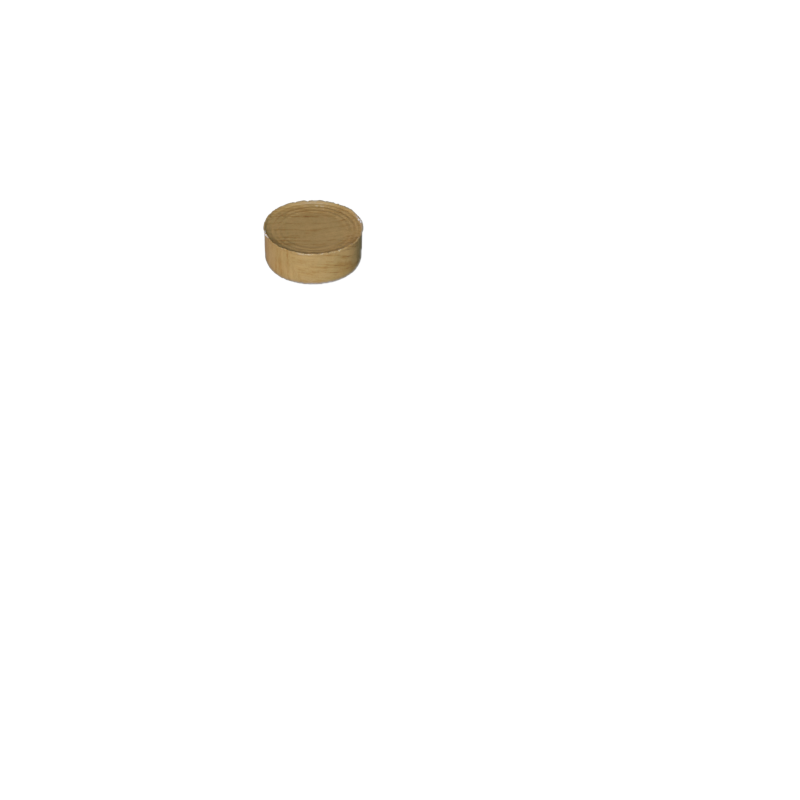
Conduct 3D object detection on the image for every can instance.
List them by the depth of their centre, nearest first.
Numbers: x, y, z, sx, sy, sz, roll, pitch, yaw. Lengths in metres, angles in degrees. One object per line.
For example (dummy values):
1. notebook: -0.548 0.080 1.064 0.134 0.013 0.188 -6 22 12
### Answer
1. can: -0.075 -0.137 0.958 0.086 0.031 0.092 -1 39 -2
